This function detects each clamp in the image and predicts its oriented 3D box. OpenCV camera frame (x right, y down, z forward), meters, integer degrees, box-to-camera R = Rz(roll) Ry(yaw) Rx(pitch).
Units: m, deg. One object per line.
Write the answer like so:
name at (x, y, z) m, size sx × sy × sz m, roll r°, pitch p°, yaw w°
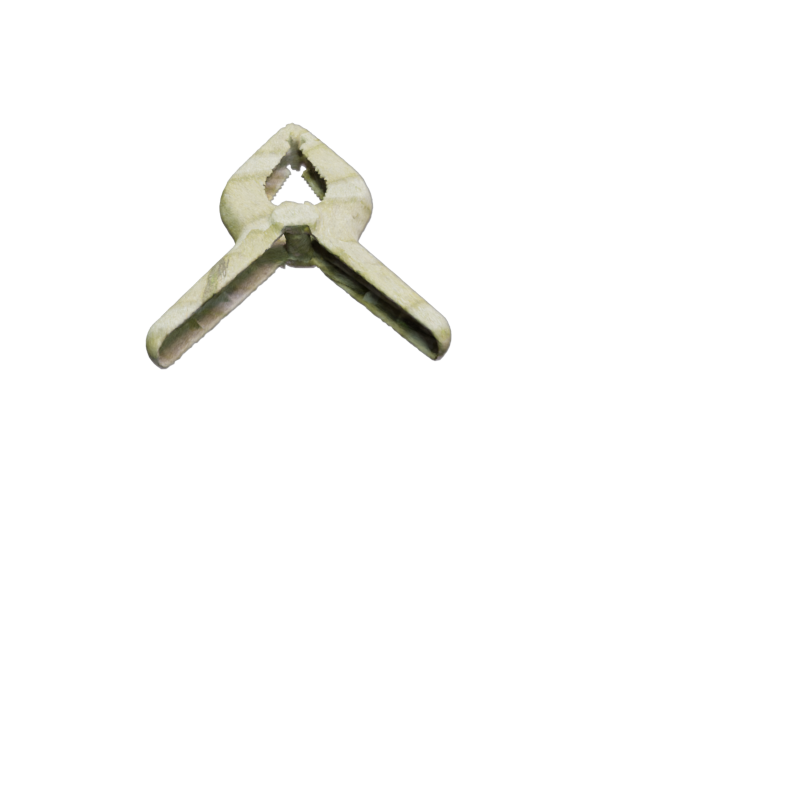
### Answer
clamp at (-0.052, -0.095, 0.664) m, size 0.165 × 0.034 × 0.224 m, roll 2°, pitch 45°, yaw 2°
